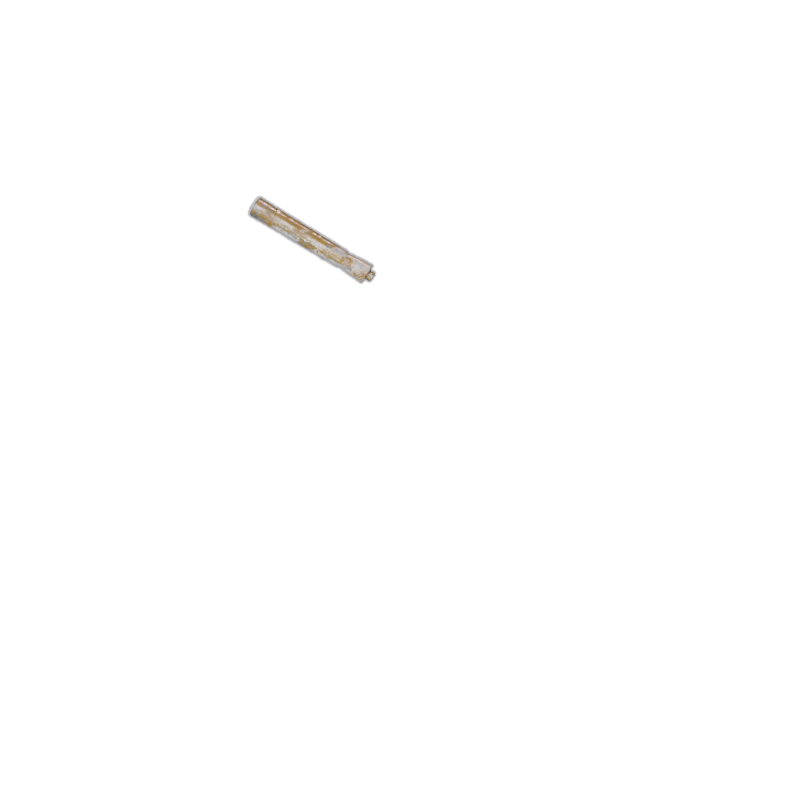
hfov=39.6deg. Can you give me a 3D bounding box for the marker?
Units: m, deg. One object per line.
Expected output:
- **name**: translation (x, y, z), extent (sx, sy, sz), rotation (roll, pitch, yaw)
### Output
- **marker**: translation (-0.075, -0.137, 0.956), extent (0.123, 0.020, 0.020), rotation (32, 7, 7)
